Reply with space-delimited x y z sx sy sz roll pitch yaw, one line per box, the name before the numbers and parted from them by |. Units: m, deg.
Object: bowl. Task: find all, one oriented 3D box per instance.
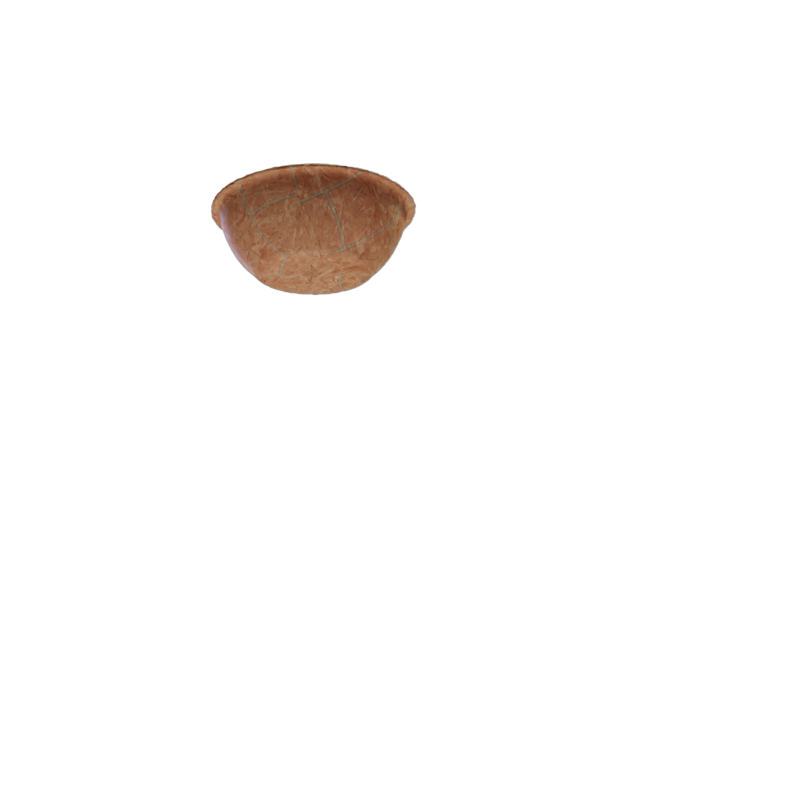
bowl | -0.068 -0.123 0.865 0.162 0.058 0.155 0 -17 -2
